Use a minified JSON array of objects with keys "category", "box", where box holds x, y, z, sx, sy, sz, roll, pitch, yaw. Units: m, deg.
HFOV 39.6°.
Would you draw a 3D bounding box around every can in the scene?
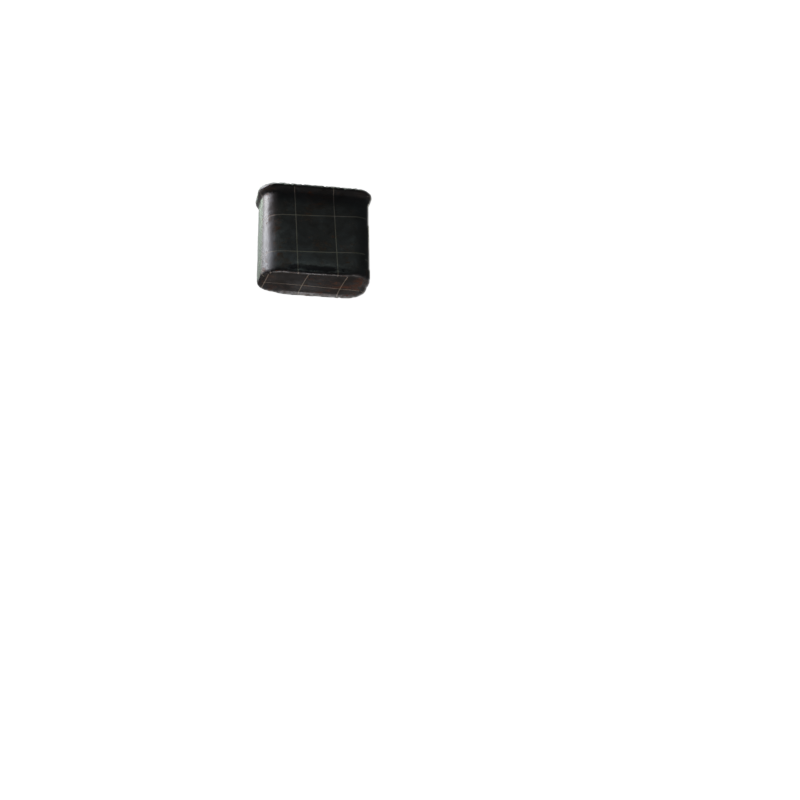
[{"category":"can","box":[-0.076,-0.139,0.974,0.100,0.088,0.055,3,-22,-10]}]
